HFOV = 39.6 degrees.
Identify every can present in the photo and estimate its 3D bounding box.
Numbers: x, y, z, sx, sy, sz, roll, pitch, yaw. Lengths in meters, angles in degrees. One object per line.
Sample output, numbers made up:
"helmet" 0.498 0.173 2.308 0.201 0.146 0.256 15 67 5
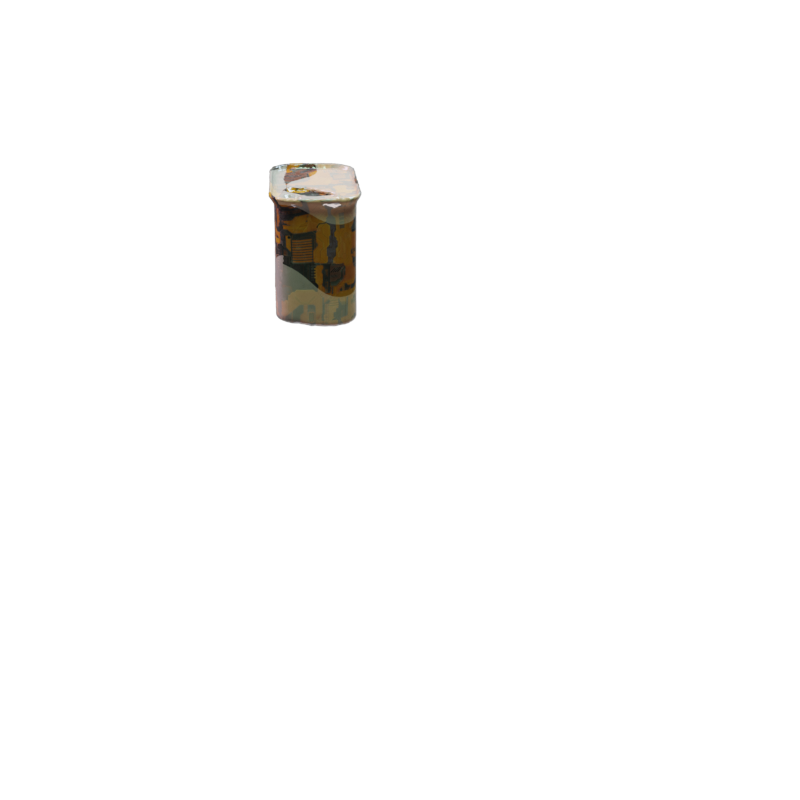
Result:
"can" -0.057 -0.103 0.725 0.057 0.080 0.107 -1 21 -5
